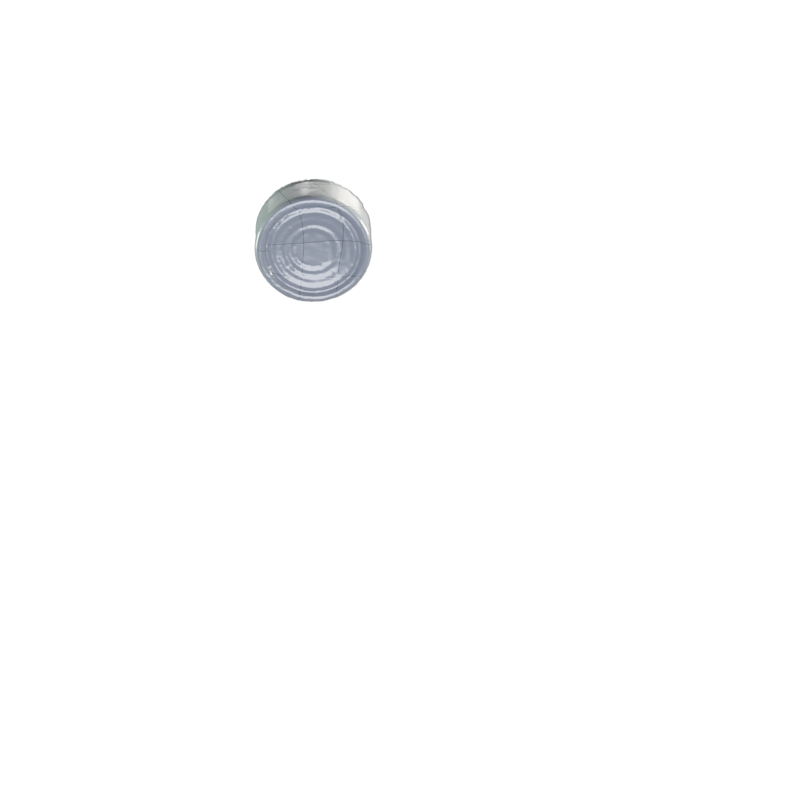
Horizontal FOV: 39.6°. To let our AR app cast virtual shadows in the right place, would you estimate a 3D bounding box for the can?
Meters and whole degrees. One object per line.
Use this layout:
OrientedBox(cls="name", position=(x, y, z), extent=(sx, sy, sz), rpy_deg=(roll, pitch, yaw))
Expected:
OrientedBox(cls="can", position=(-0.063, -0.115, 0.804), extent=(0.086, 0.081, 0.036), rpy_deg=(1, 28, -1))
